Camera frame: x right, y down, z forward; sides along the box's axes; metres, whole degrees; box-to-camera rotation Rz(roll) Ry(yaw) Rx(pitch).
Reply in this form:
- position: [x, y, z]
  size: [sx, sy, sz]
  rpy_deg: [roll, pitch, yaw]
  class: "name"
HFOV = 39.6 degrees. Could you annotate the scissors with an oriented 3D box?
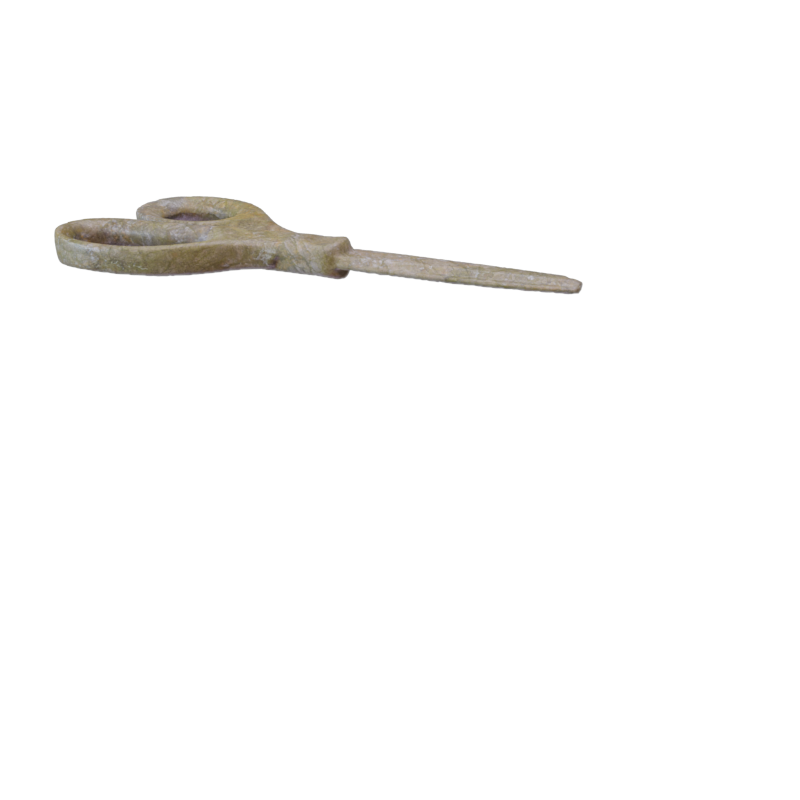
- position: [-0.034, -0.063, 0.440]
  size: [0.204, 0.015, 0.099]
  rpy_deg: [3, 23, 7]
  class: "scissors"
